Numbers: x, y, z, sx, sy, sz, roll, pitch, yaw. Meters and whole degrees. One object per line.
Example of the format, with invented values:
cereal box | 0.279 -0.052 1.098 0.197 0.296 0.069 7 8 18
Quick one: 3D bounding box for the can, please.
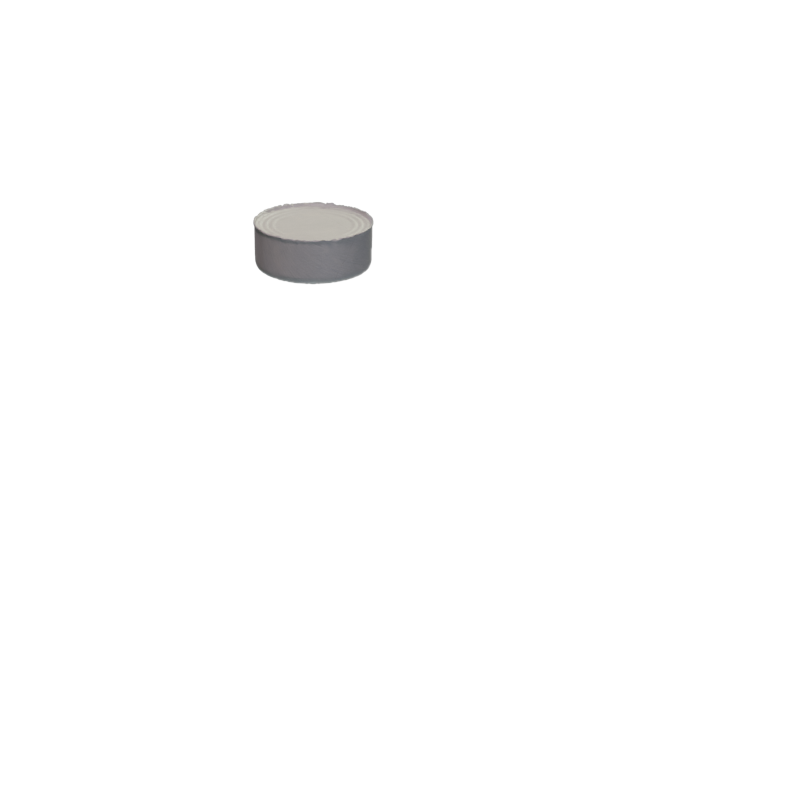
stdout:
can | -0.062 -0.113 0.795 0.086 0.032 0.090 -1 26 -2
